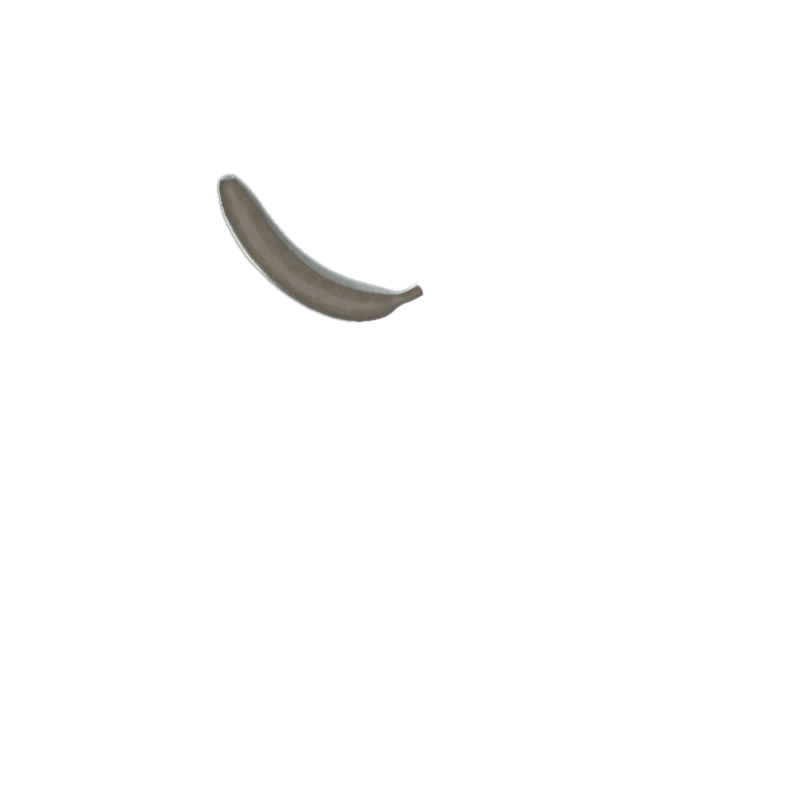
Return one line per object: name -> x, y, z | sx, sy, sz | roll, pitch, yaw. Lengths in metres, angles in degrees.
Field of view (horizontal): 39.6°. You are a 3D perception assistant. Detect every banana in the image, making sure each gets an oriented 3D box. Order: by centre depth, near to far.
banana -> -0.081, -0.119, 0.952 | 0.194, 0.068, 0.038 | 29, 13, -7
